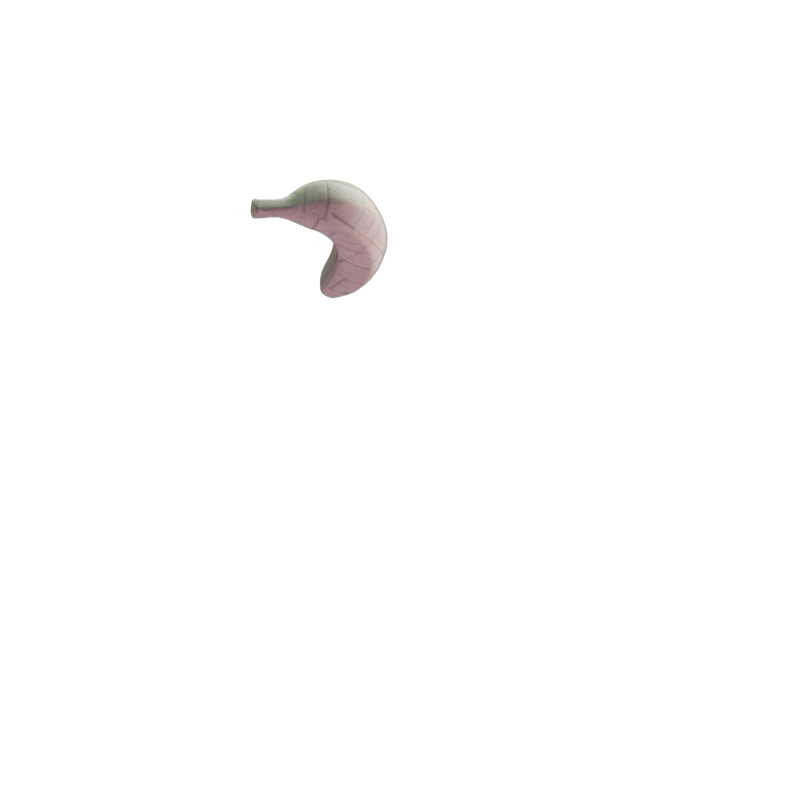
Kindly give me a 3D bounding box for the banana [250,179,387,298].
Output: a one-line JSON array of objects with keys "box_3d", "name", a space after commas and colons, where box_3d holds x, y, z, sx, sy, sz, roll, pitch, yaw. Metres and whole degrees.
[{"box_3d": [-0.042, -0.111, 0.757, 0.070, 0.038, 0.187, -3, -13, 11], "name": "banana"}]
